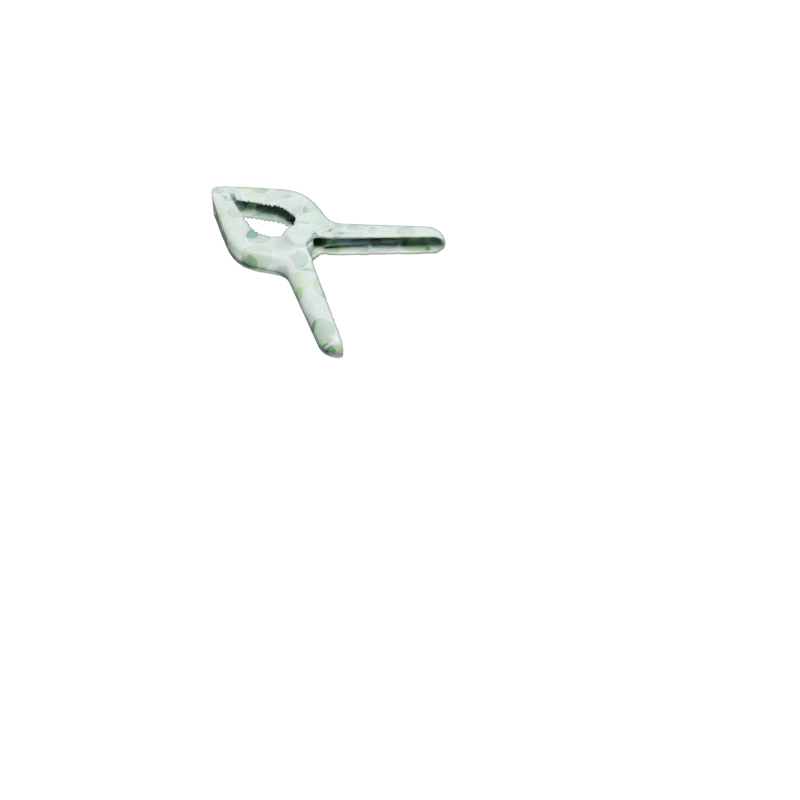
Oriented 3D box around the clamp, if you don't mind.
[{"bbox_3d":[-0.077,-0.140,0.980,0.223,0.034,0.166,35,57,27],"label":"clamp"}]
